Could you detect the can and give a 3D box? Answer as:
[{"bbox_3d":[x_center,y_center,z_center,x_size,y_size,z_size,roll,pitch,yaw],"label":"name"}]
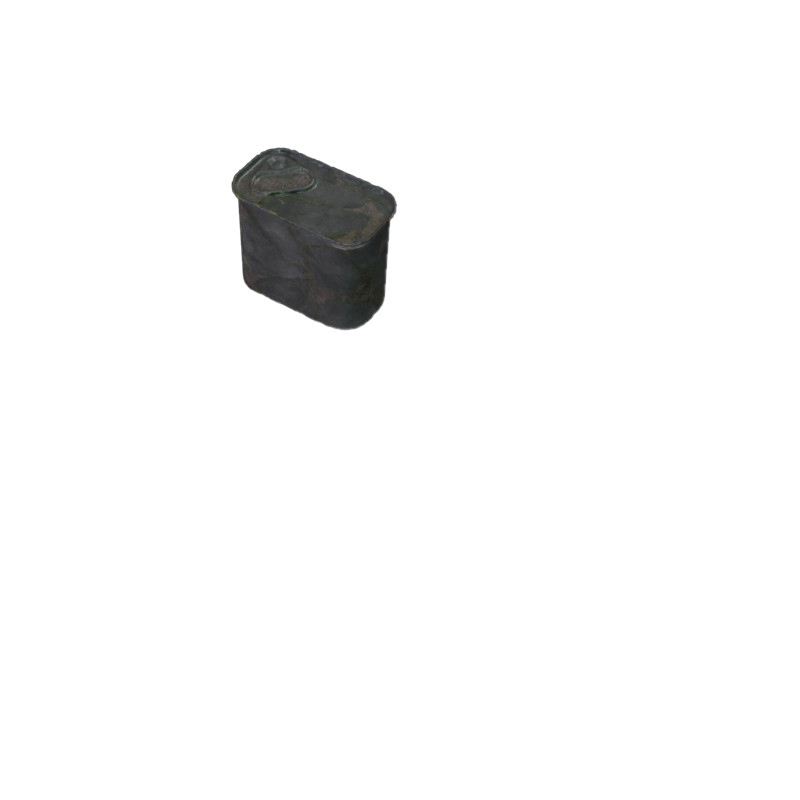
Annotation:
[{"bbox_3d":[-0.056,-0.101,0.707,0.107,0.078,0.059,27,52,21],"label":"can"}]
